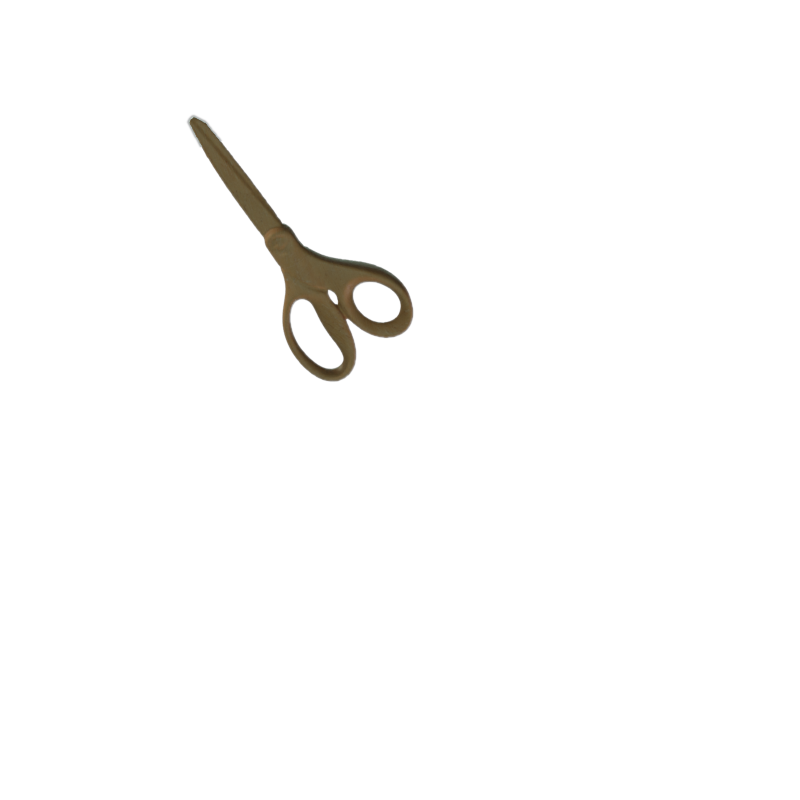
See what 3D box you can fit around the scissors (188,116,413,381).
[{"bbox_3d":[-0.055,-0.101,0.705,0.096,0.190,0.017,-15,25,7],"label":"scissors"}]
